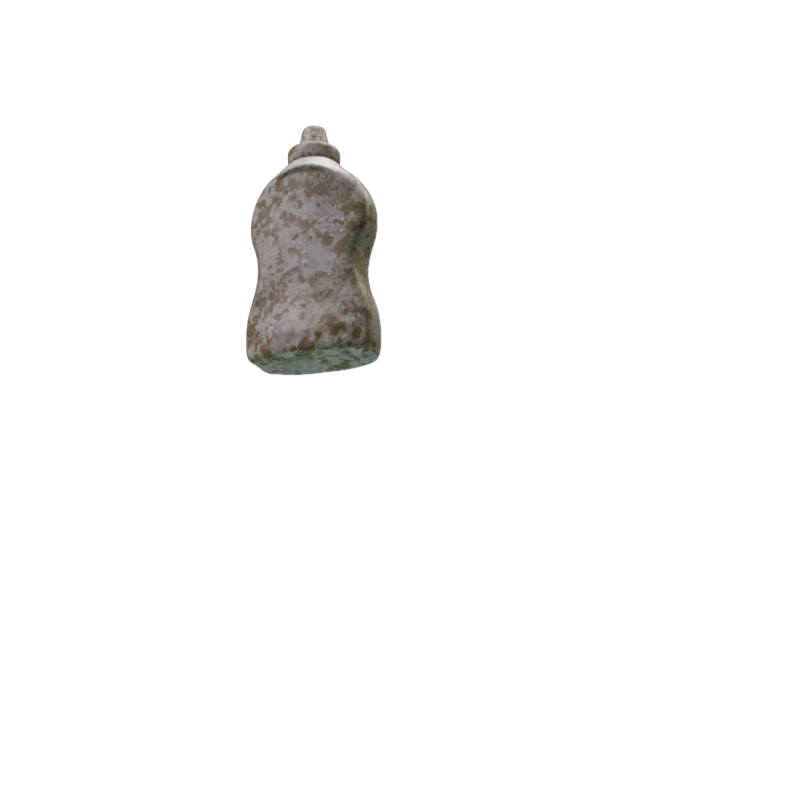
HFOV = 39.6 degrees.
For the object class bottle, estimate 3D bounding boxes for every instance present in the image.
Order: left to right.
[{"bbox_3d":[-0.065,-0.118,0.831,0.098,0.202,0.054,-9,-23,19],"label":"bottle"}]
